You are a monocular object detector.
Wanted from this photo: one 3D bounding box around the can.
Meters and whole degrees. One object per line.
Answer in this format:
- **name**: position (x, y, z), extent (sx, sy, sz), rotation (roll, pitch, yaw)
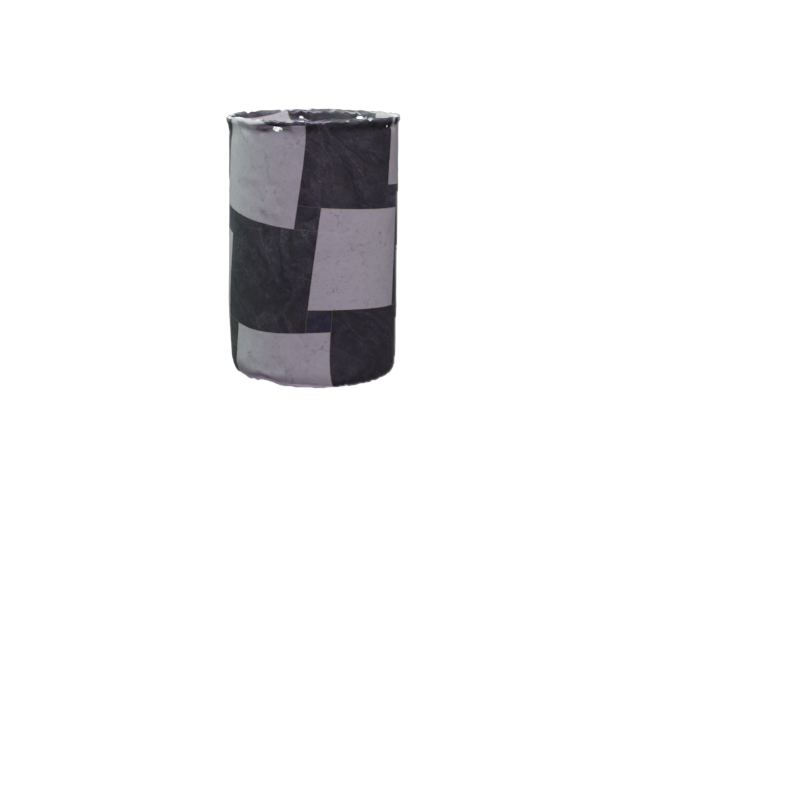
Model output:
- **can**: position (-0.035, -0.063, 0.443), extent (0.068, 0.100, 0.071), rotation (0, 13, -2)
